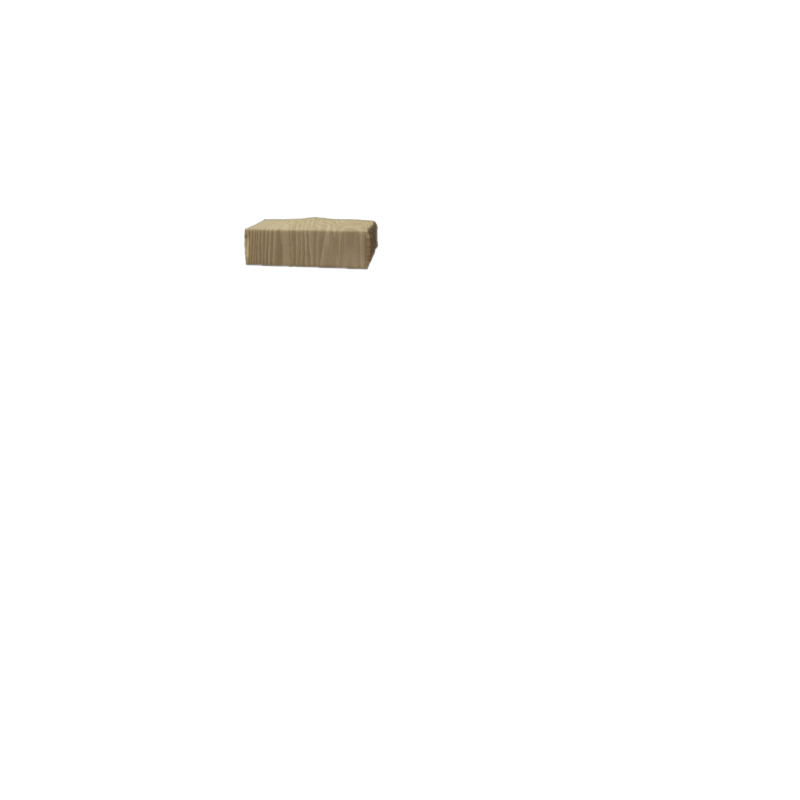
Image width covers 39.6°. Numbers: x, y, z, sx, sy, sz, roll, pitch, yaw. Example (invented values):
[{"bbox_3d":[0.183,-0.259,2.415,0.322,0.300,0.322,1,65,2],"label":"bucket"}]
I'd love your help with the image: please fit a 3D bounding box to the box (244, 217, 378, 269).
[{"bbox_3d":[-0.063,-0.115,0.804,0.090,0.029,0.074,1,13,6],"label":"box"}]
